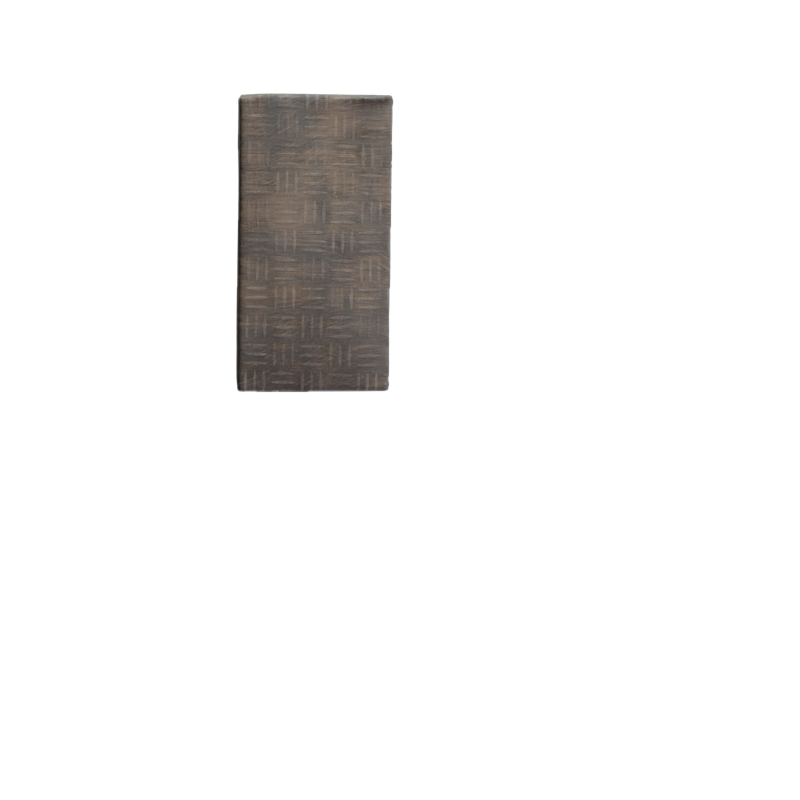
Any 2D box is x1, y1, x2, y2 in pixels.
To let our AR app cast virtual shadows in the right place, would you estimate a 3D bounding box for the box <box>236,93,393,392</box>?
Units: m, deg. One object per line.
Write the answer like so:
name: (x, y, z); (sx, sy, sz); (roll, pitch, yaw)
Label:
box: (-0.052, -0.095, 0.668); (0.093, 0.174, 0.049); (0, 6, -5)
